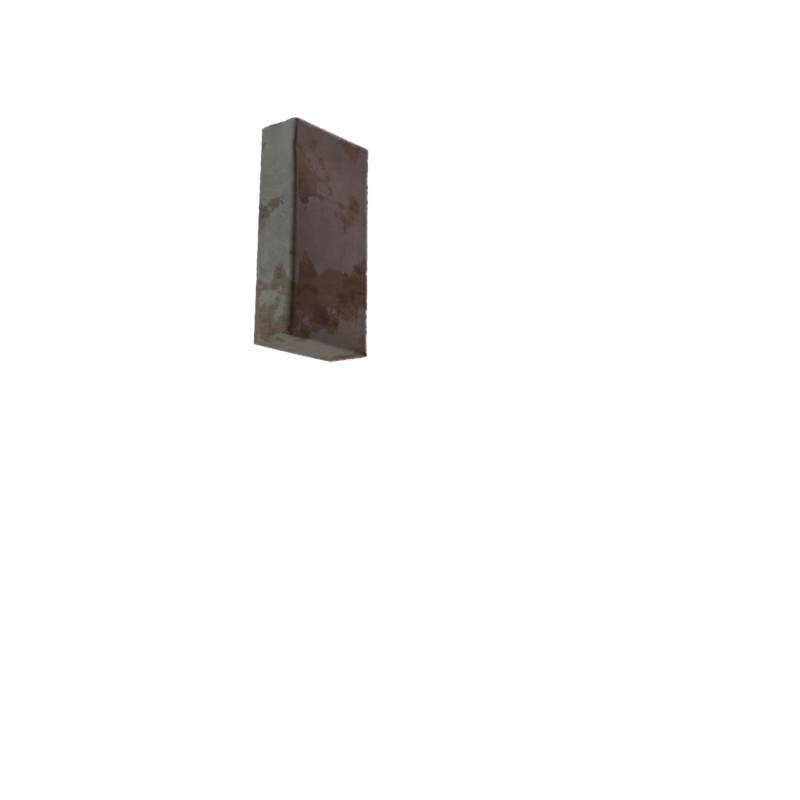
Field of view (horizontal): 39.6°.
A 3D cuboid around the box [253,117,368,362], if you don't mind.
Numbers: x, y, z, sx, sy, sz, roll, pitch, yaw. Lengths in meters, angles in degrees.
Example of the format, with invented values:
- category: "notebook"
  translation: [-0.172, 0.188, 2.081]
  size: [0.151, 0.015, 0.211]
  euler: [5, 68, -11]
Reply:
- category: "box"
  translation: [-0.069, -0.125, 0.877]
  size: [0.049, 0.184, 0.088]
  euler: [-15, -22, 37]
